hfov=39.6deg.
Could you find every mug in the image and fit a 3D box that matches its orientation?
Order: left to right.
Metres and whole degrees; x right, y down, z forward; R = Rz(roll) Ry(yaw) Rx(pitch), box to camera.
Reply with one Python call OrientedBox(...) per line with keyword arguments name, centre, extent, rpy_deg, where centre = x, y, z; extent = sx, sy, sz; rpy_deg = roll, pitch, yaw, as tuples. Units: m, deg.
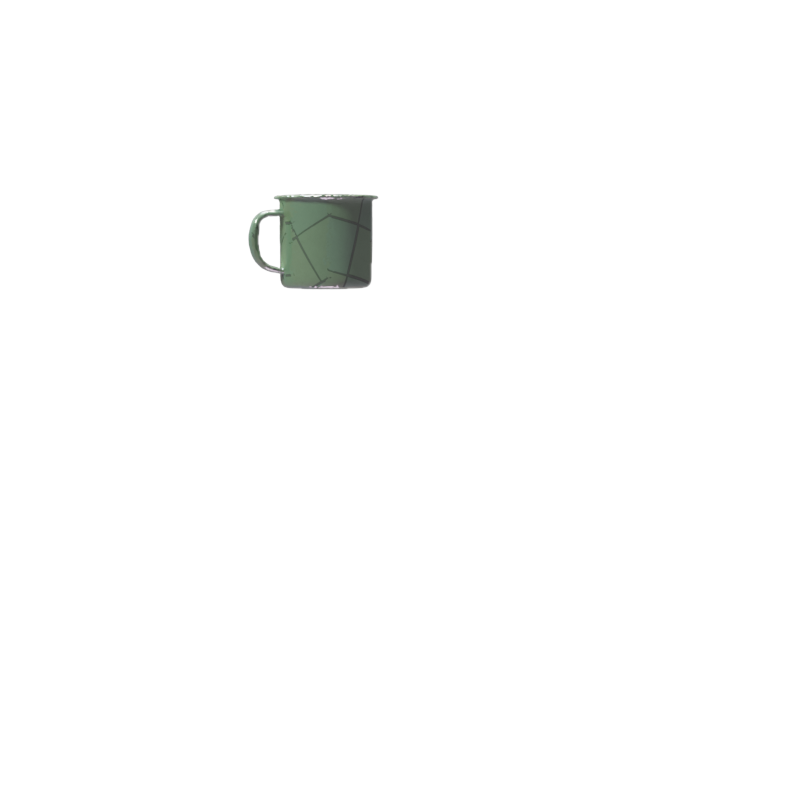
OrientedBox(name="mug", centre=(-0.077, -0.140, 0.981), extent=(0.114, 0.081, 0.096), rpy_deg=(-2, 6, -22))
